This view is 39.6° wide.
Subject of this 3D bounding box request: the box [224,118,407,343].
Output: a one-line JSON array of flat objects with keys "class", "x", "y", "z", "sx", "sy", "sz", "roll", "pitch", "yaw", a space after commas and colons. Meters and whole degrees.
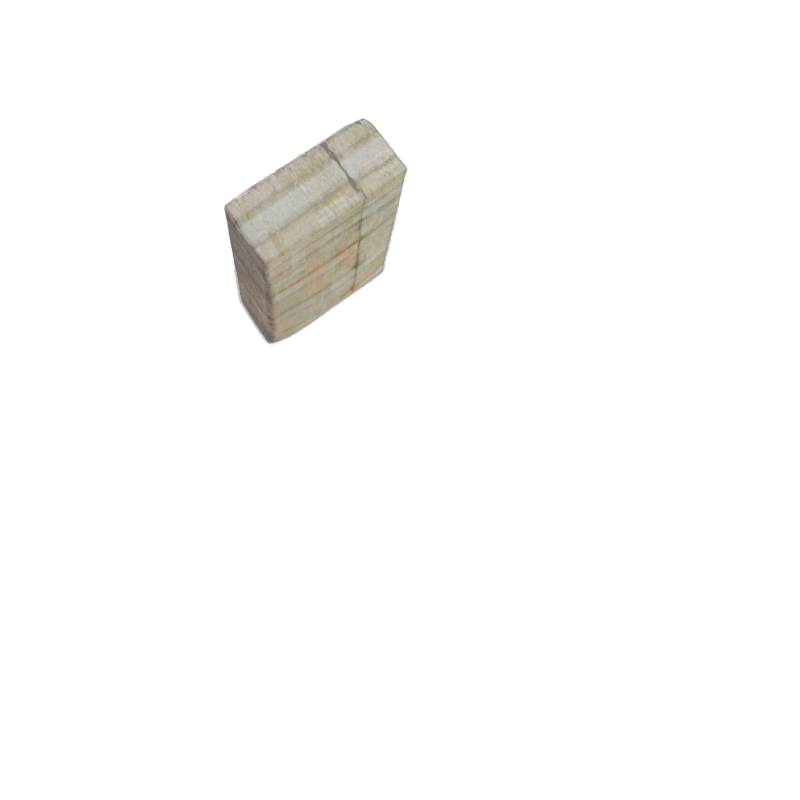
[{"class": "box", "x": -0.051, "y": -0.093, "z": 0.649, "sx": 0.094, "sy": 0.050, "sz": 0.169, "roll": -35, "pitch": -9, "yaw": -12}]
